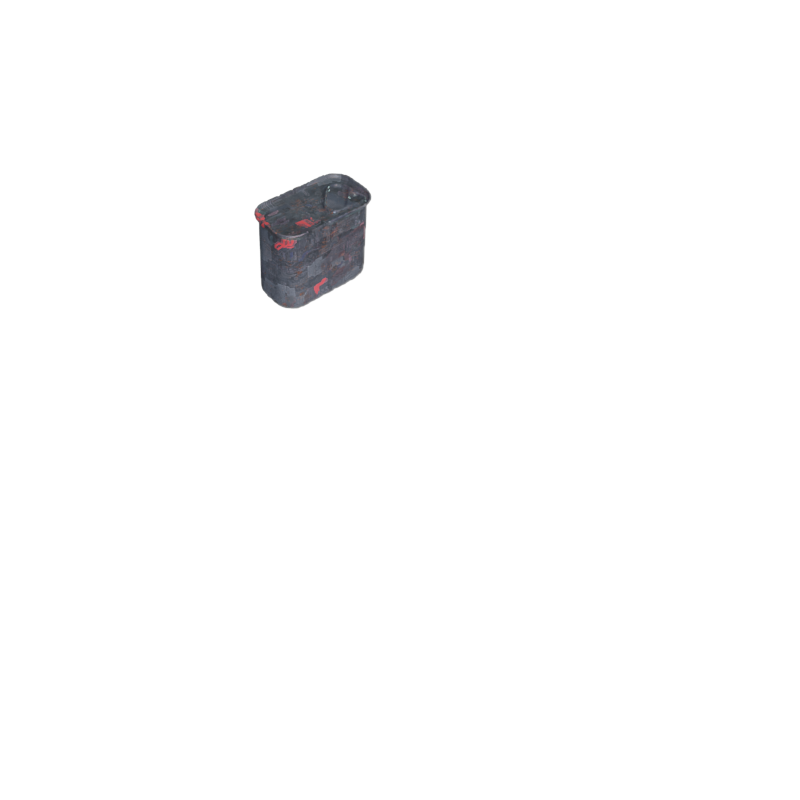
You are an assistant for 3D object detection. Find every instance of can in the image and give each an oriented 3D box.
[{"bbox_3d":[-0.076,-0.139,0.973,0.102,0.078,0.062,-30,51,-30],"label":"can"}]
